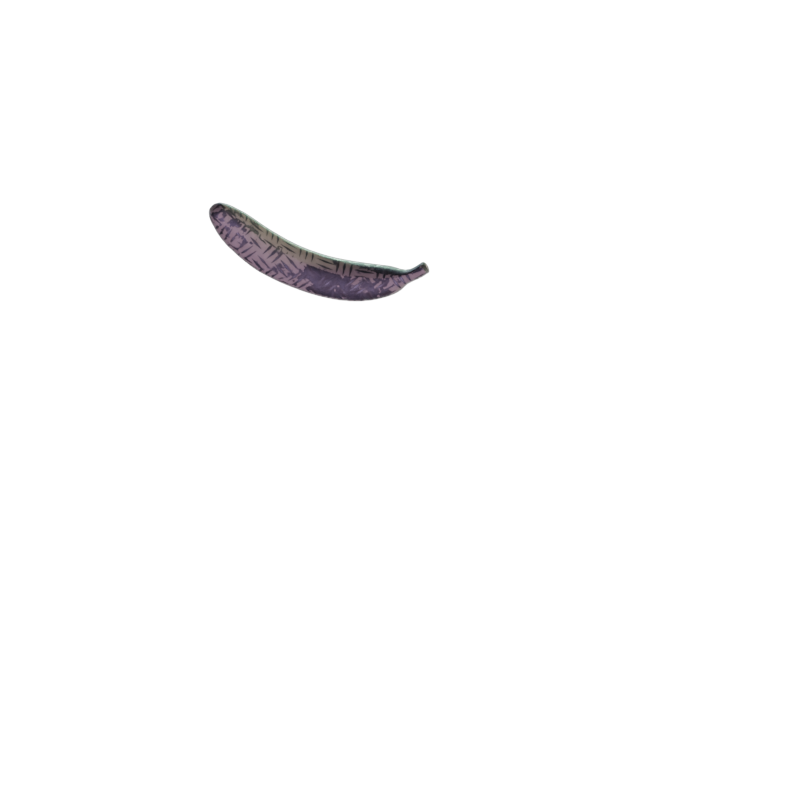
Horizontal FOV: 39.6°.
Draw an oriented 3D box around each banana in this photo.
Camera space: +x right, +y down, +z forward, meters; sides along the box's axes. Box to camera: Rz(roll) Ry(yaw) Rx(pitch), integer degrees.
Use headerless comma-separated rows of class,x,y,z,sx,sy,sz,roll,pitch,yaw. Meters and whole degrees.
banana,-0.078,-0.124,0.974,0.193,0.066,0.039,14,39,-12
